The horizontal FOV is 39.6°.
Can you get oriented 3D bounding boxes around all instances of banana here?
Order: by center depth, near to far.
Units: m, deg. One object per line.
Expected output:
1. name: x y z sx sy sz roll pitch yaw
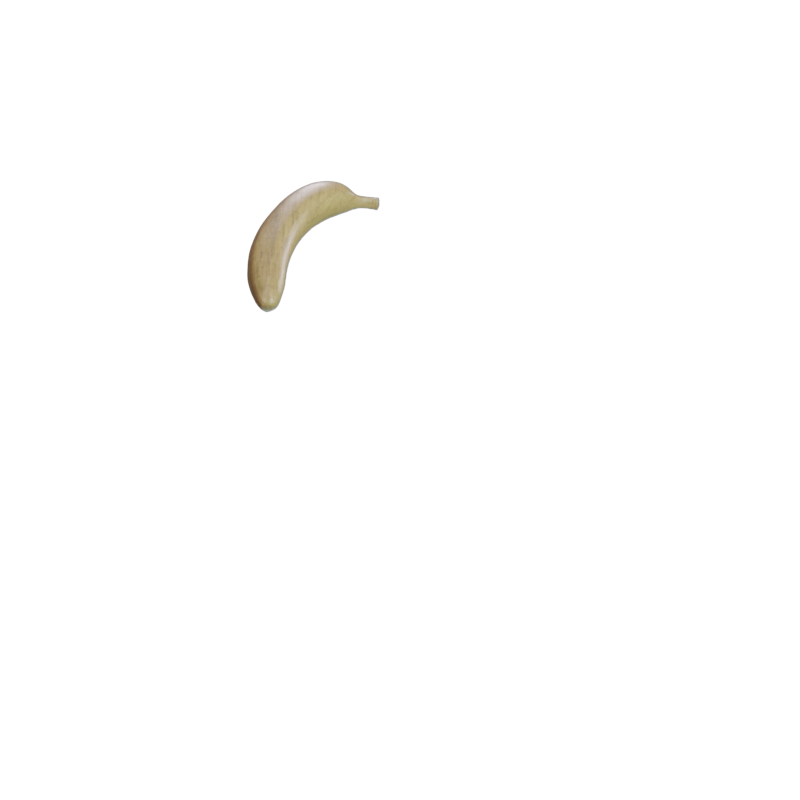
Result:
1. banana: -0.092 -0.151 1.005 0.073 0.034 0.203 19 45 20
